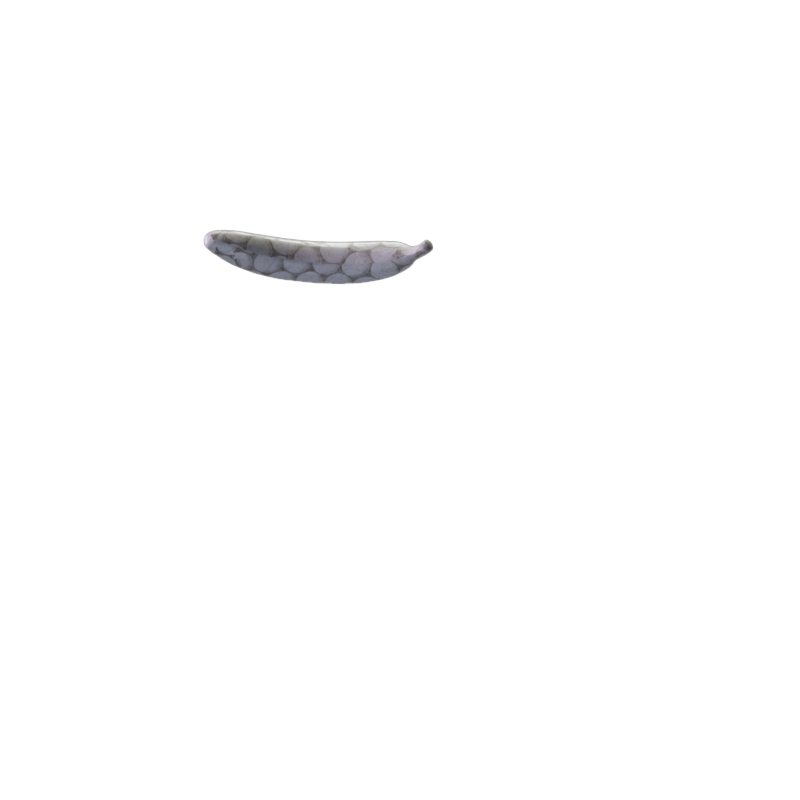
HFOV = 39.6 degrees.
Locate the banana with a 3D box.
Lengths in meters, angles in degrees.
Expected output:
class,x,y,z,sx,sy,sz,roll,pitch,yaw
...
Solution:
class,x,y,z,sx,sy,sz,roll,pitch,yaw
banana,-0.073,-0.130,0.983,0.197,0.039,0.065,0,-29,-1
